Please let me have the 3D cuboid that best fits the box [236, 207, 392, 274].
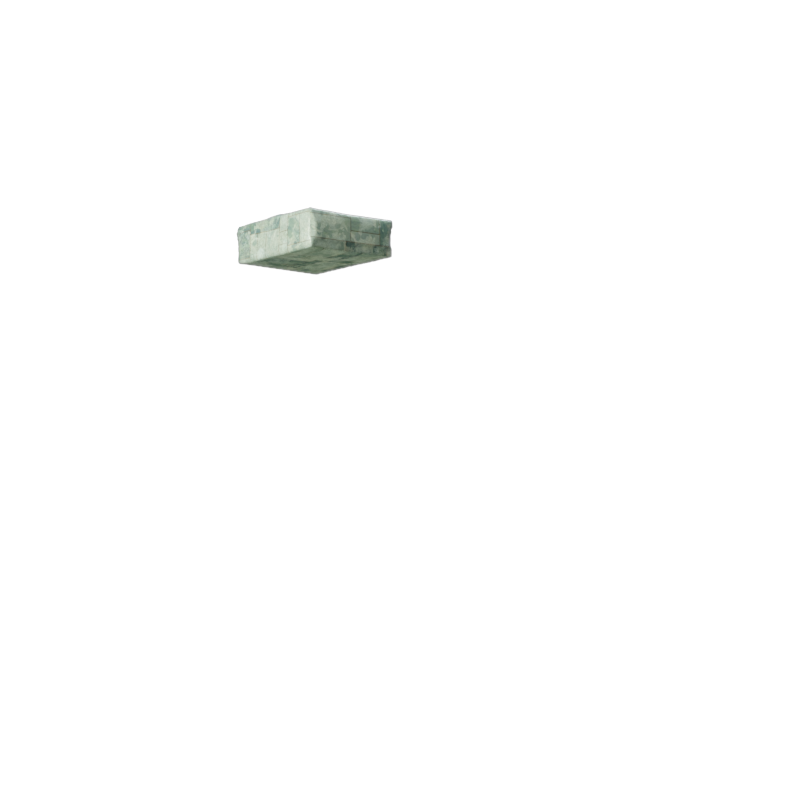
[{"bbox_3d":[-0.061,-0.112,0.783,0.070,0.031,0.092,3,-5,-40],"label":"box"}]
